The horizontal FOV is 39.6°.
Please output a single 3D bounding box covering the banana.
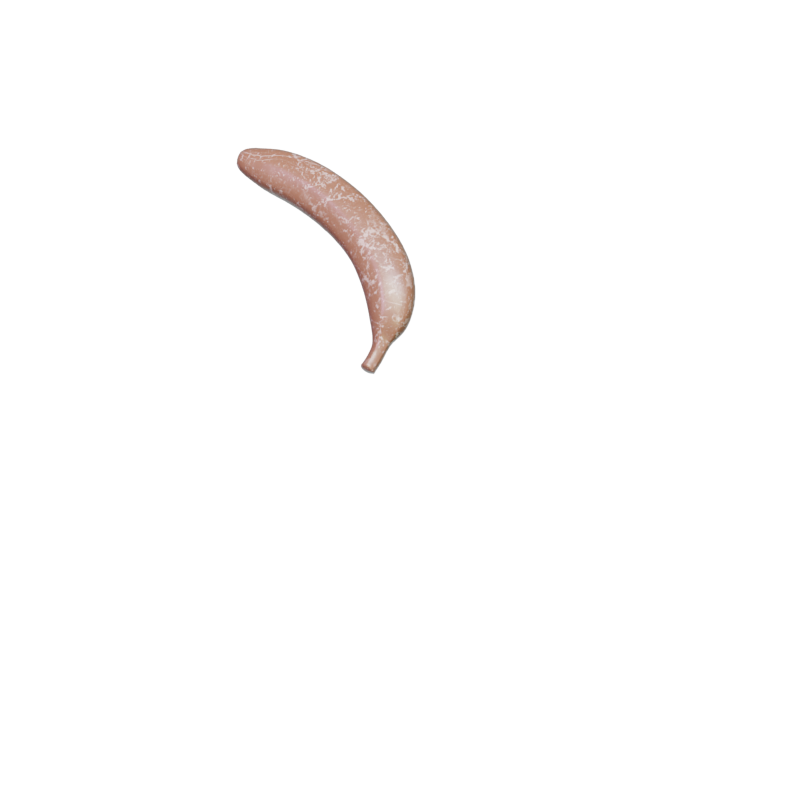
[{"bbox_3d":[-0.043,-0.117,0.785,0.069,0.210,0.035,-26,-25,-14],"label":"banana"}]
